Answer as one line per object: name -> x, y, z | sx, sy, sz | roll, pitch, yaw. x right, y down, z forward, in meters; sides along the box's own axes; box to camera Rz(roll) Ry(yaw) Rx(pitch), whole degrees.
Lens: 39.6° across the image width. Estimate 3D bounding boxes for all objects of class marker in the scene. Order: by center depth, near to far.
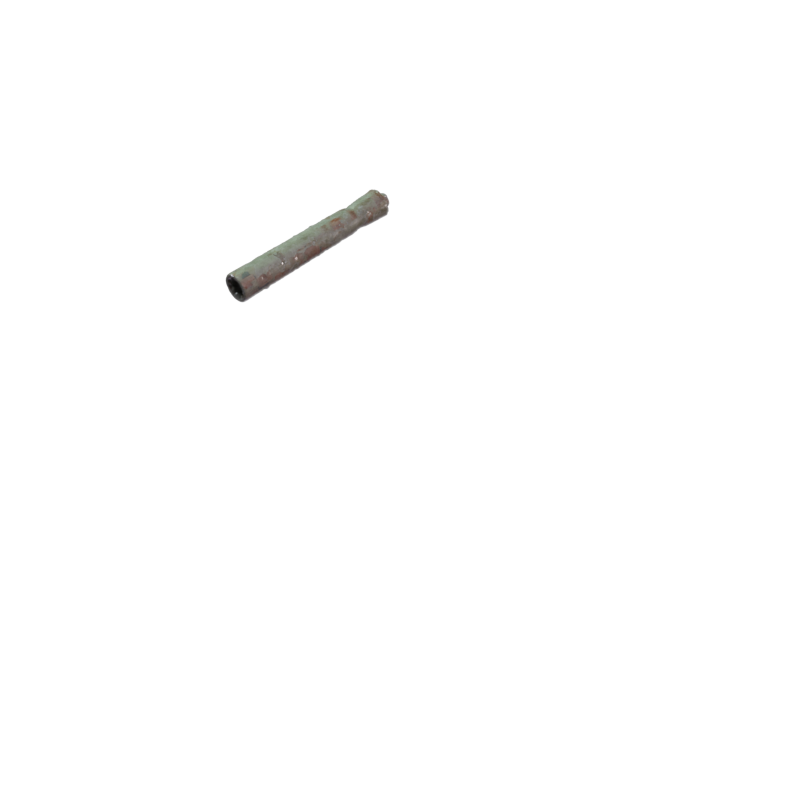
marker -> -0.052, -0.095, 0.666 | 0.122, 0.019, 0.021 | -36, 23, -30
